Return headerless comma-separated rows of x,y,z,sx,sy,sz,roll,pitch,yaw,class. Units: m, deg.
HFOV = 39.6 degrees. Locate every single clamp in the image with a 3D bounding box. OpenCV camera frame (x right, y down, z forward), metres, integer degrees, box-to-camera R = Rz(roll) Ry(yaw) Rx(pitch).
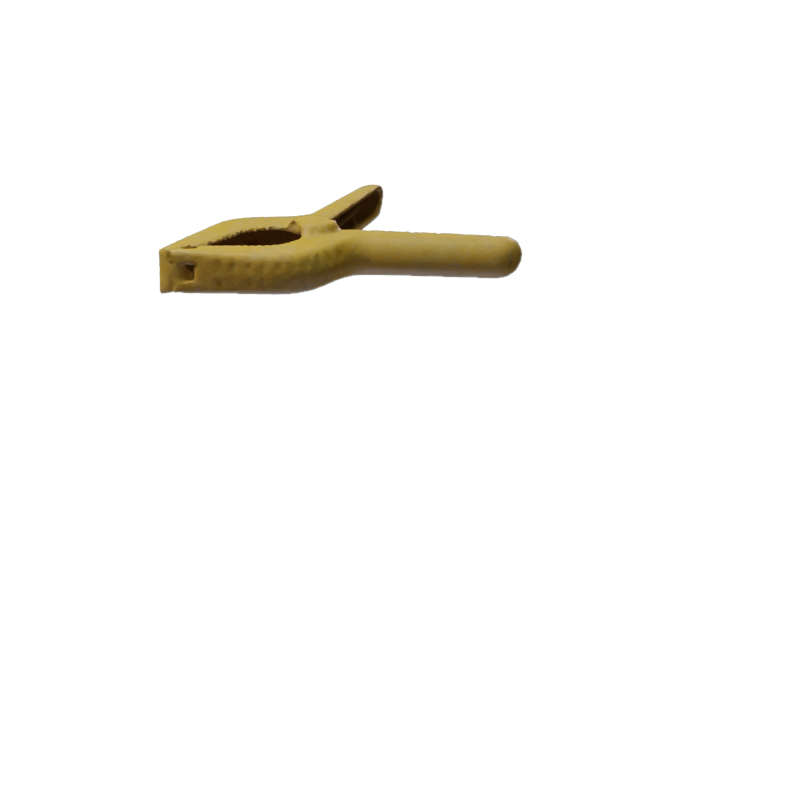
-0.054,-0.099,0.695,0.206,0.035,0.175,-10,25,-23,clamp
